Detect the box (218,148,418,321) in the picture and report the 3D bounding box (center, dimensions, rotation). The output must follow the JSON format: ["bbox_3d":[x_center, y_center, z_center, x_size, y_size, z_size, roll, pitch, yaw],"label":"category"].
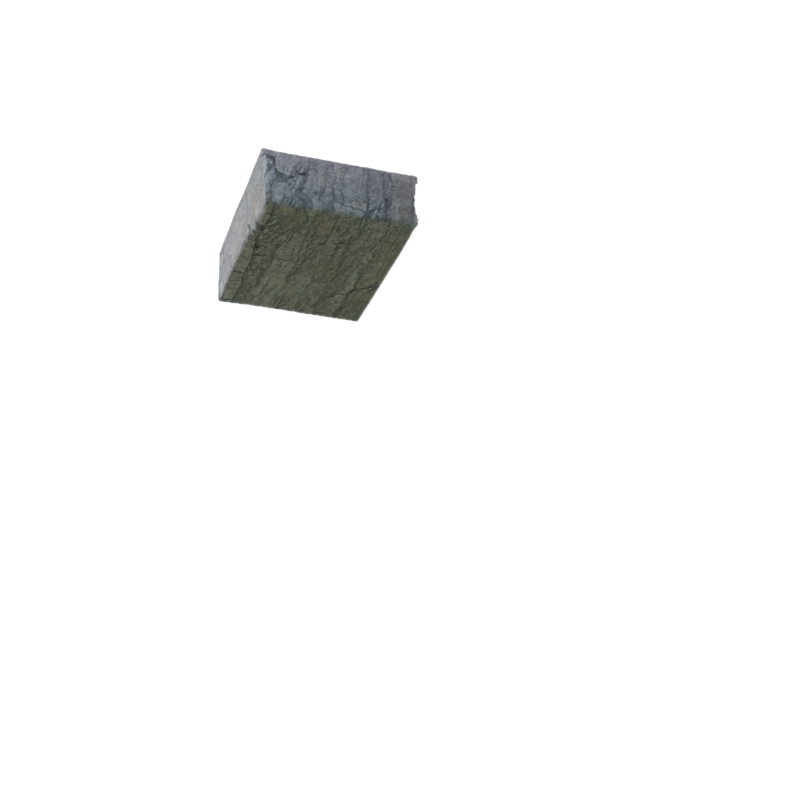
[{"bbox_3d":[-0.050,-0.091,0.635,0.088,0.041,0.110,8,-27,-17],"label":"box"}]
